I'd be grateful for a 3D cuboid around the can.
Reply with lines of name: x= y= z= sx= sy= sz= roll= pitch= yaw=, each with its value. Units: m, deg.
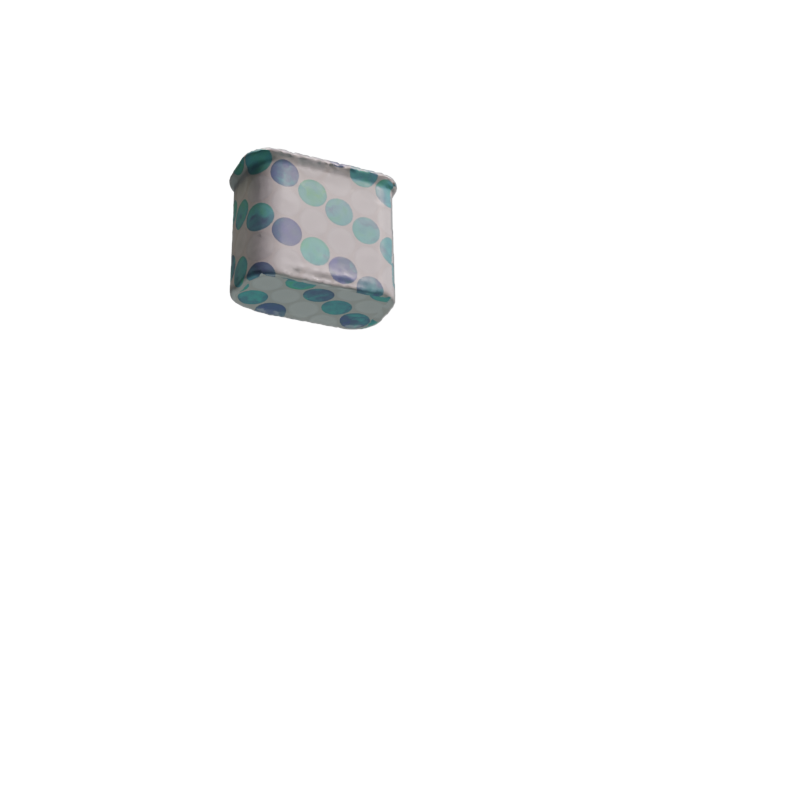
can: x=-0.052 y=-0.096 z=0.670 sx=0.098 sy=0.089 sz=0.056 roll=10 pitch=-28 yaw=-22
